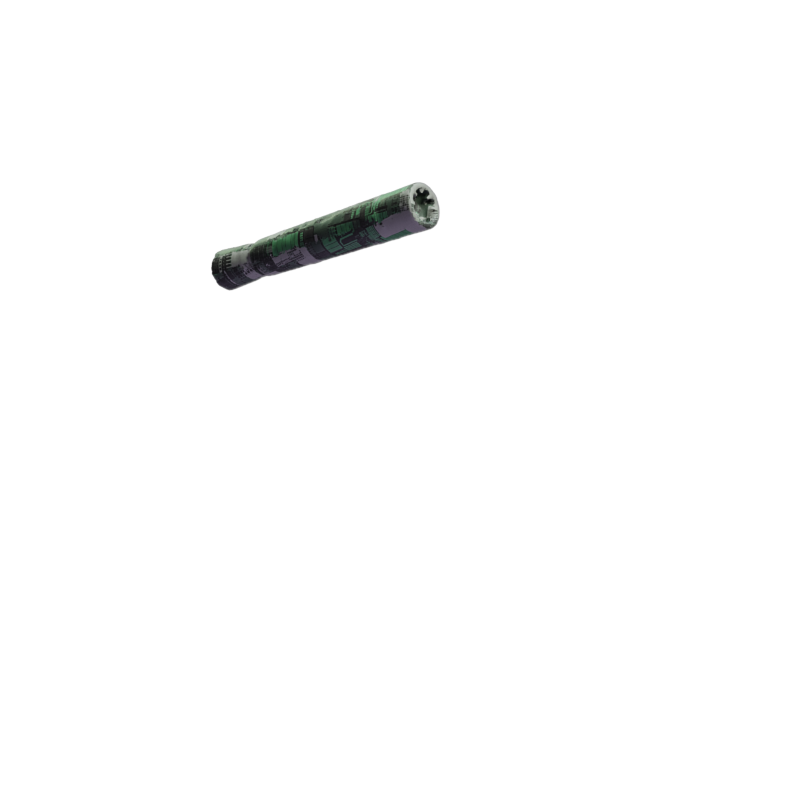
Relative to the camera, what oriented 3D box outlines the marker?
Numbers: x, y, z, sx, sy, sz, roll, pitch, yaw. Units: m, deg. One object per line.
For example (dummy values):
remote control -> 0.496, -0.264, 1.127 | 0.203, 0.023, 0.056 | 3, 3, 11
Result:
marker -> -0.036, -0.066, 0.462 | 0.123, 0.020, 0.019 | -10, -4, 41
